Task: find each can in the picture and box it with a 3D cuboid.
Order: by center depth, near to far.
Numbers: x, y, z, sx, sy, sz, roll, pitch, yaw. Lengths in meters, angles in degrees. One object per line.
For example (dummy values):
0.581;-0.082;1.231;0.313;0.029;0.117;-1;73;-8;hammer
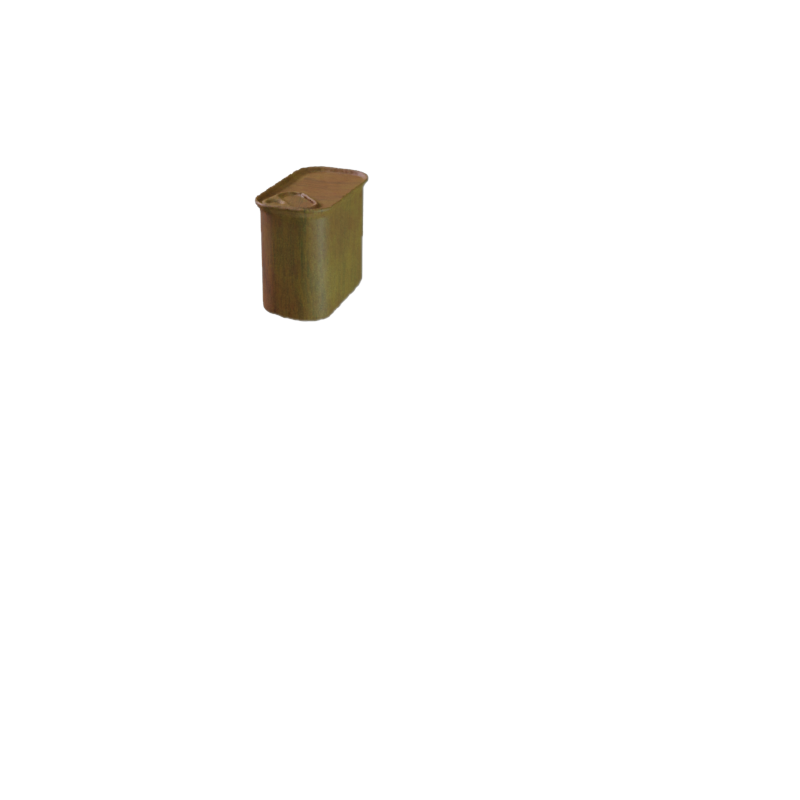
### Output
-0.062;-0.114;0.797;0.059;0.080;0.104;9;26;17;can
